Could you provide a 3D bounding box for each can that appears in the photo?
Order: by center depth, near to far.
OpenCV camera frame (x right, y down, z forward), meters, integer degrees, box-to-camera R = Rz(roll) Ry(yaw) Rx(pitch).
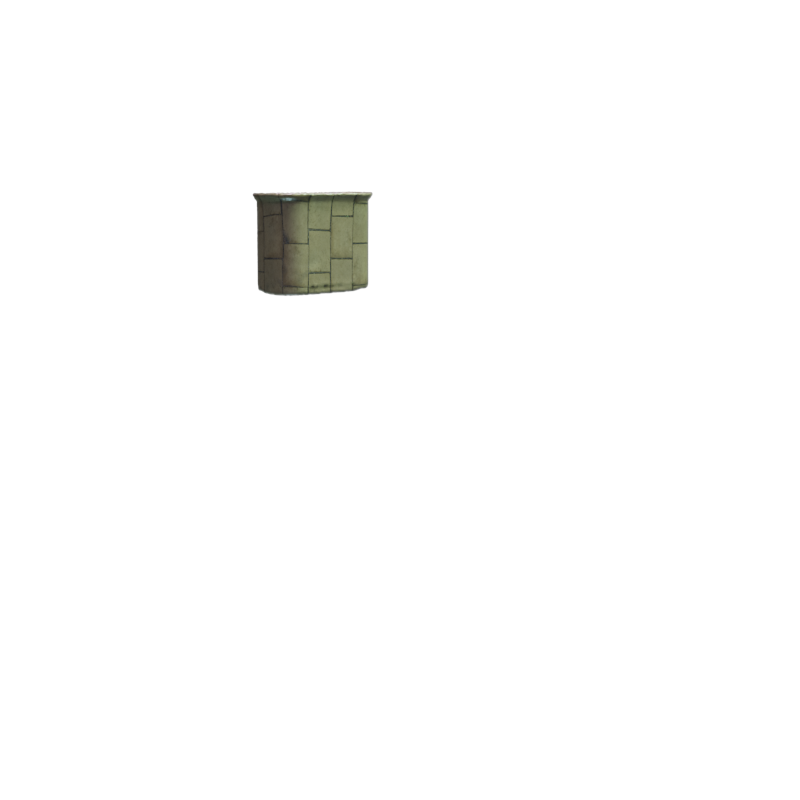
[{"bbox_3d":[-0.073,-0.134,0.936,0.099,0.083,0.060,-6,8,-38],"label":"can"}]
